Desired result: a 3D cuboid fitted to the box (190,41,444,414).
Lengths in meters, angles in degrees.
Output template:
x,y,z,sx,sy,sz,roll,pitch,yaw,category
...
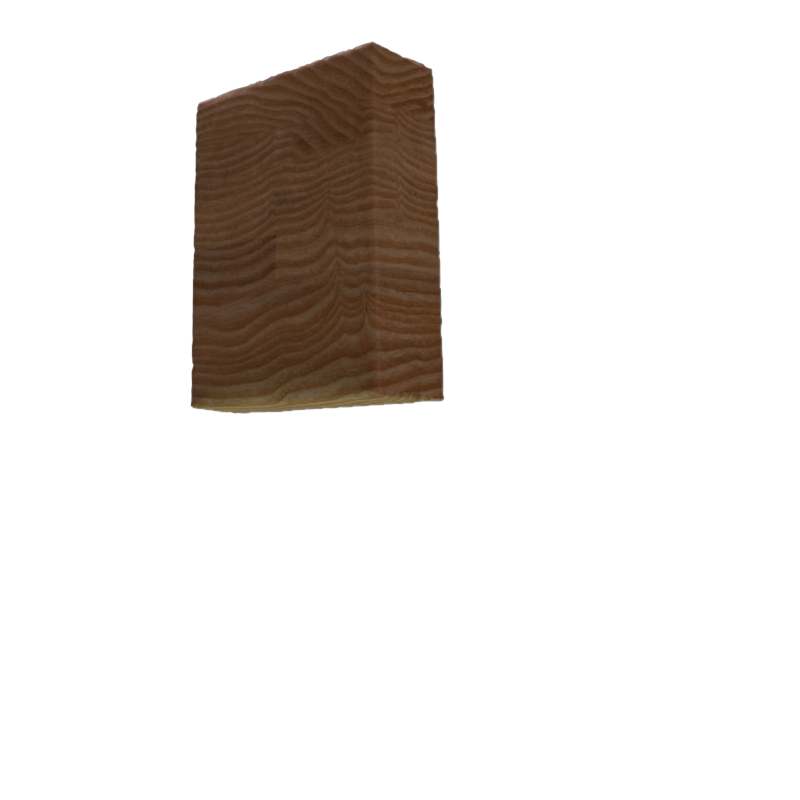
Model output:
x,y,z,sx,sy,sz,roll,pitch,yaw,category
-0.056,-0.102,0.717,0.168,0.220,0.068,-8,-14,40,box
